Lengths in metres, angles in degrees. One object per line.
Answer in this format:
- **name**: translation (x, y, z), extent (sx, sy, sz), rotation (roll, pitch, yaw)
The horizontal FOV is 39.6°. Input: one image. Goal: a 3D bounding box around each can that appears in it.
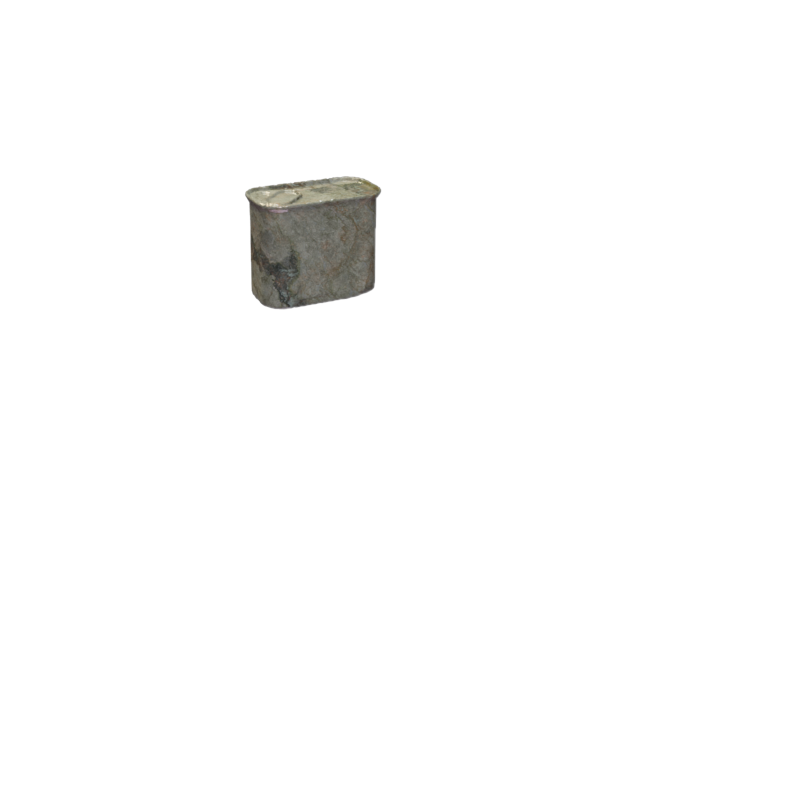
- **can**: translation (-0.067, -0.123, 0.861), extent (0.100, 0.080, 0.061), rotation (-11, 24, -24)
